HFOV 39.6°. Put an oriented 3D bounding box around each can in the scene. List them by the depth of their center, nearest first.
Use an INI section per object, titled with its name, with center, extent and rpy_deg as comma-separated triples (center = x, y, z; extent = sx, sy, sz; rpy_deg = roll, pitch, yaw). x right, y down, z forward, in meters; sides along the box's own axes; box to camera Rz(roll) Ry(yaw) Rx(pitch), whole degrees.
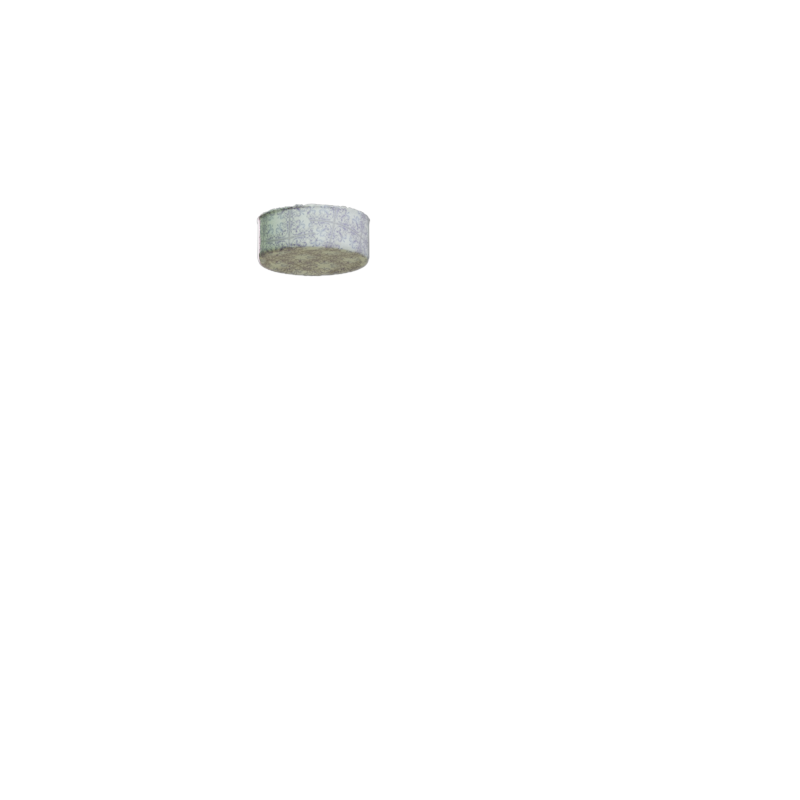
[can]
center = -0.065, -0.119, 0.834
extent = 0.086, 0.035, 0.084
rpy_deg = 0, -9, -2
